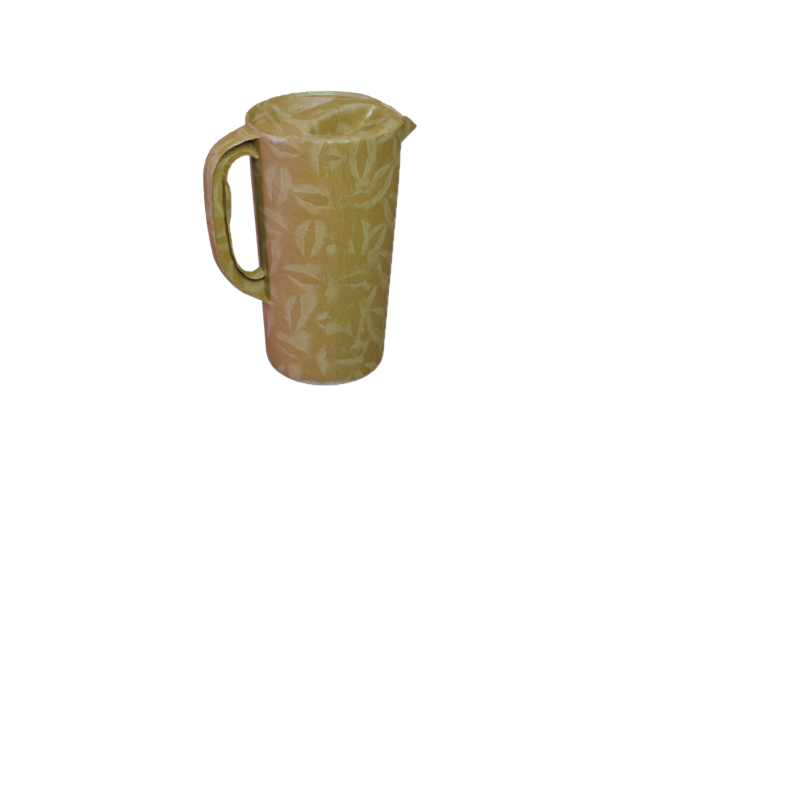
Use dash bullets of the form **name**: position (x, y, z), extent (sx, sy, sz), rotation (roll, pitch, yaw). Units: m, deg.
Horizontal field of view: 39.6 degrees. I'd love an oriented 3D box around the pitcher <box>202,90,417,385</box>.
- **pitcher**: position (-0.075, -0.137, 0.962), extent (0.153, 0.230, 0.149), rotation (10, 29, 16)
